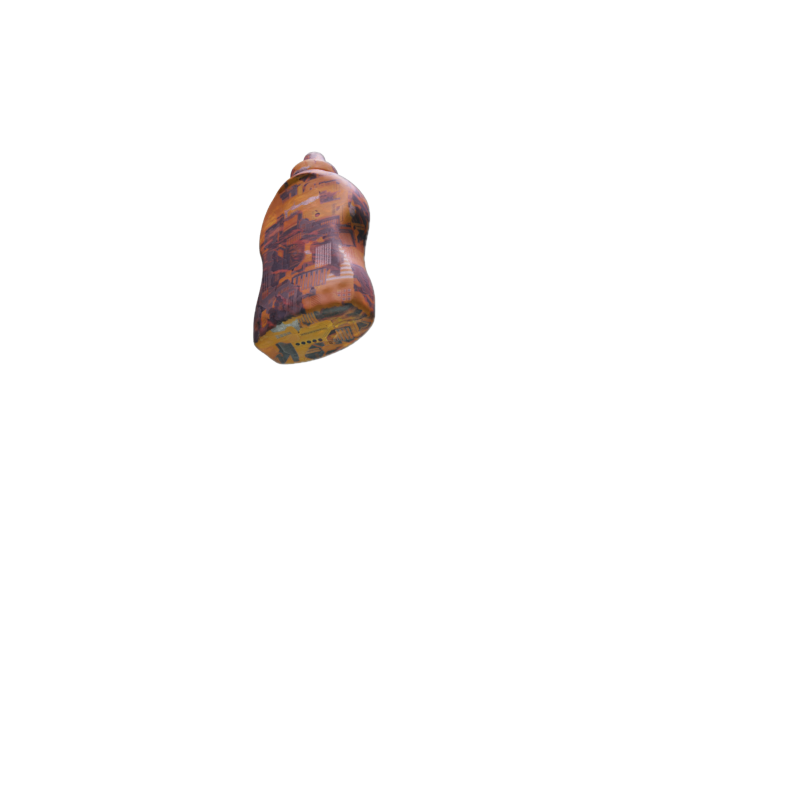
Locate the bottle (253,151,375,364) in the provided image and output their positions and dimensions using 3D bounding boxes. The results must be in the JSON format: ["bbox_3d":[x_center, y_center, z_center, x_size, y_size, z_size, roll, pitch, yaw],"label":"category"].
[{"bbox_3d":[-0.069,-0.126,0.886,0.096,0.206,0.054,-25,-43,26],"label":"bottle"}]
